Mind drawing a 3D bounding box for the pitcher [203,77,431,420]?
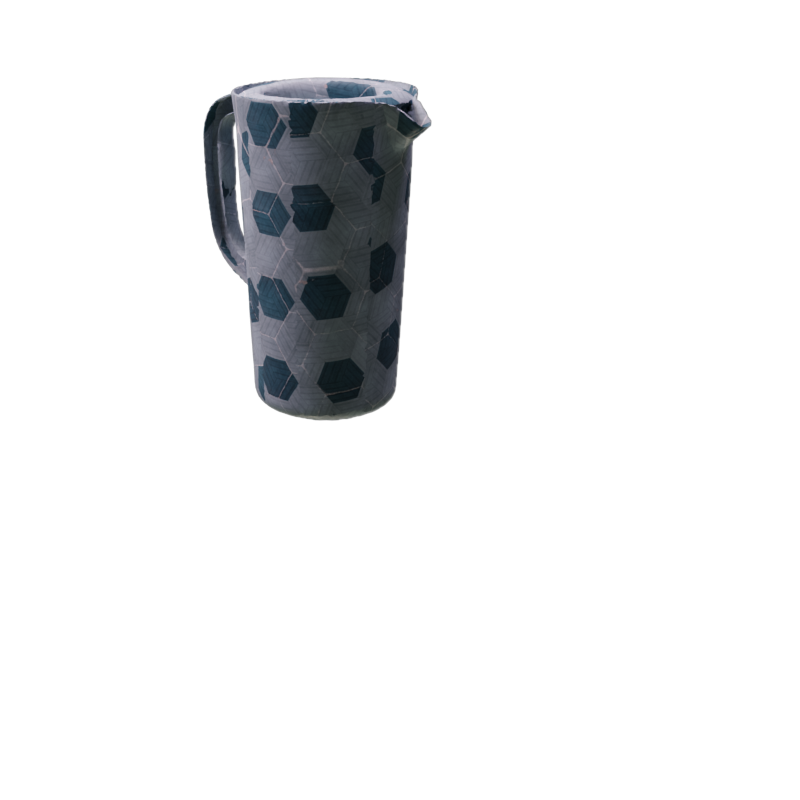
[{"bbox_3d":[-0.064,-0.117,0.822,0.143,0.234,0.158,-4,18,-14],"label":"pitcher"}]
